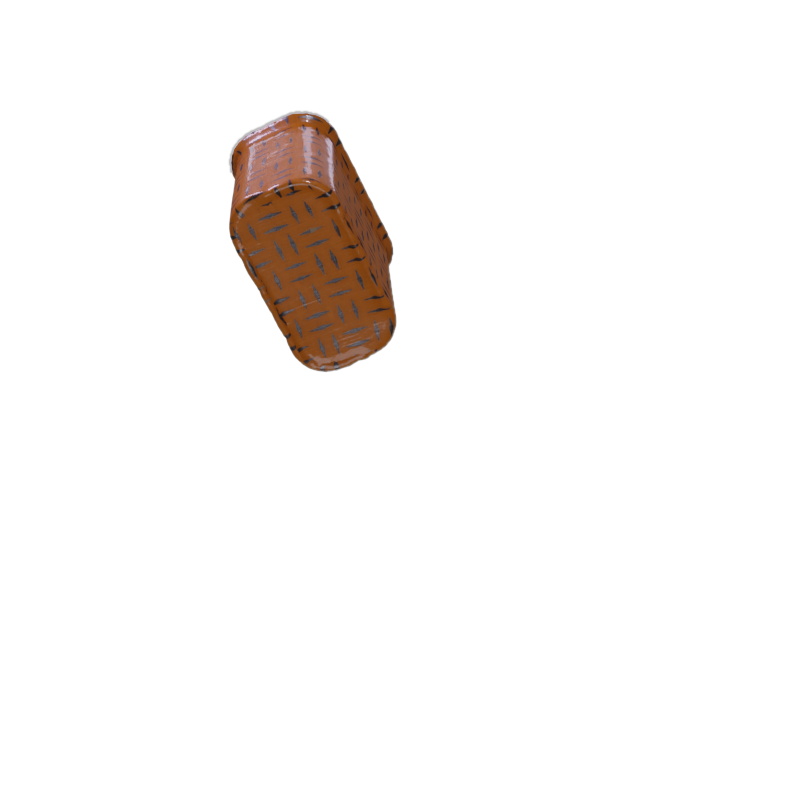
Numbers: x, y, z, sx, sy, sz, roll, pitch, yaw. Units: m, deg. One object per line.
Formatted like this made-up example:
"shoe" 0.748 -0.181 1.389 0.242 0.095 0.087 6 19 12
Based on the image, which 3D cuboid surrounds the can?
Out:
"can" -0.042 -0.076 0.533 0.058 0.096 0.089 -23 27 10
